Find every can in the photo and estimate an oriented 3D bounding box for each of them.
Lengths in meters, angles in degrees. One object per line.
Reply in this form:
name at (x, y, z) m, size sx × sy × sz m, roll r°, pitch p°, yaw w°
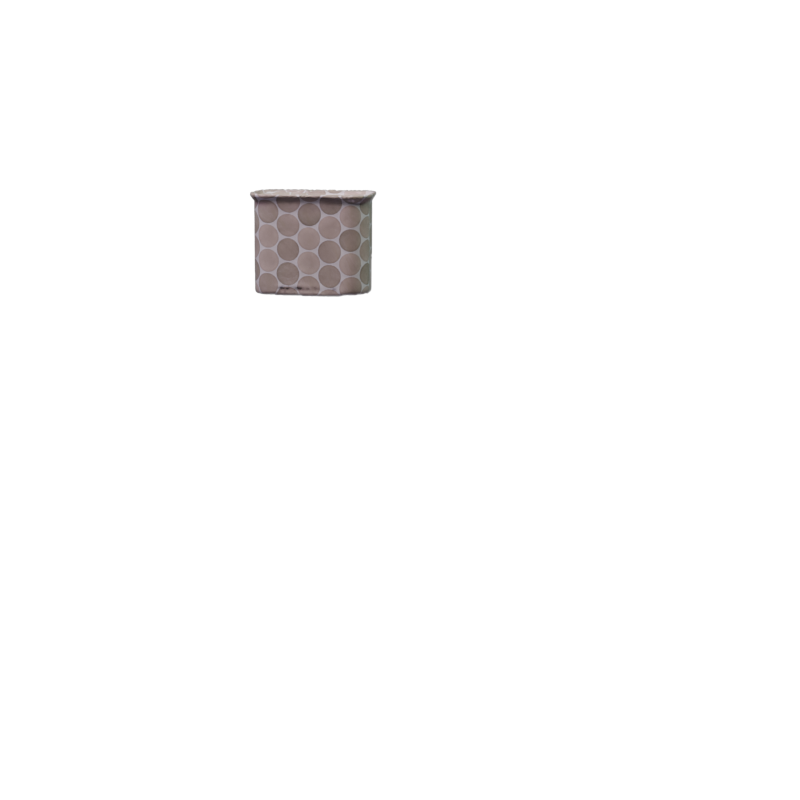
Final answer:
can at (-0.072, -0.132, 0.922) m, size 0.104 × 0.082 × 0.058 m, roll 3°, pitch 10°, yaw 11°
